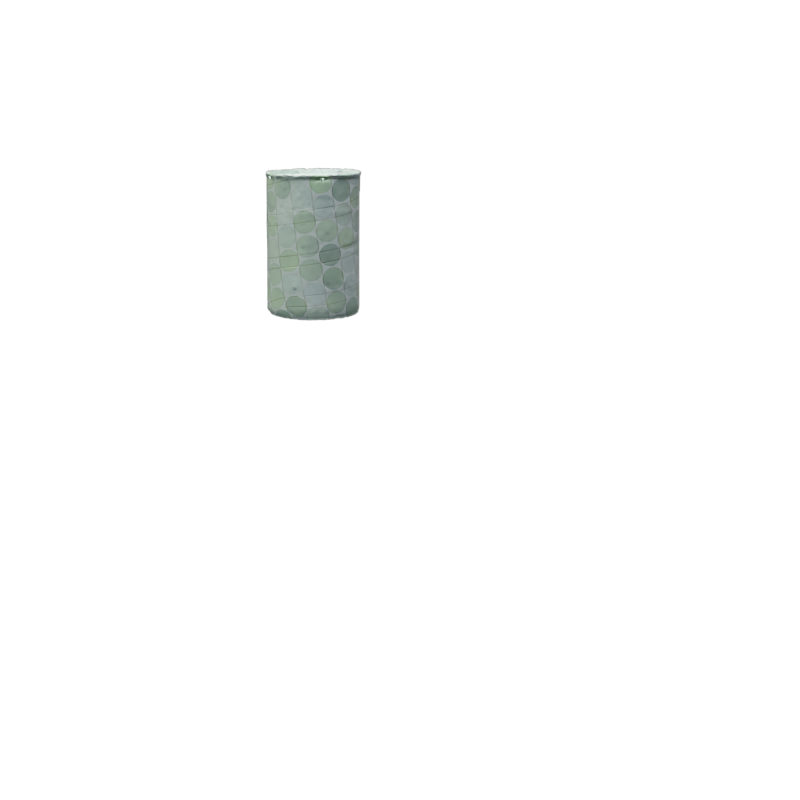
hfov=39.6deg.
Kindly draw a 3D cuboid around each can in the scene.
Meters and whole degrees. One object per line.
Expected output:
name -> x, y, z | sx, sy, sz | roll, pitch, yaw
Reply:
can -> -0.062, -0.113, 0.793 | 0.068, 0.100, 0.070 | 0, 10, -2
